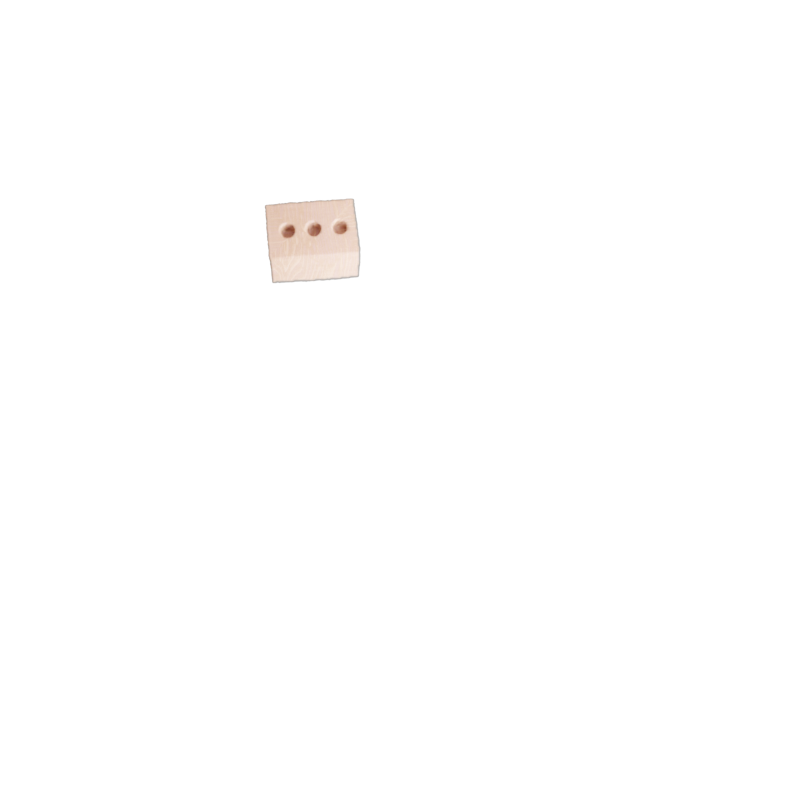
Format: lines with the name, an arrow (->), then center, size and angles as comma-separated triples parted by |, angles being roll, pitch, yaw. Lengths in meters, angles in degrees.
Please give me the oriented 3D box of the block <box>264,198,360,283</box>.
block -> -0.074, -0.135, 0.943 | 0.078, 0.056, 0.049 | -5, -23, -3
